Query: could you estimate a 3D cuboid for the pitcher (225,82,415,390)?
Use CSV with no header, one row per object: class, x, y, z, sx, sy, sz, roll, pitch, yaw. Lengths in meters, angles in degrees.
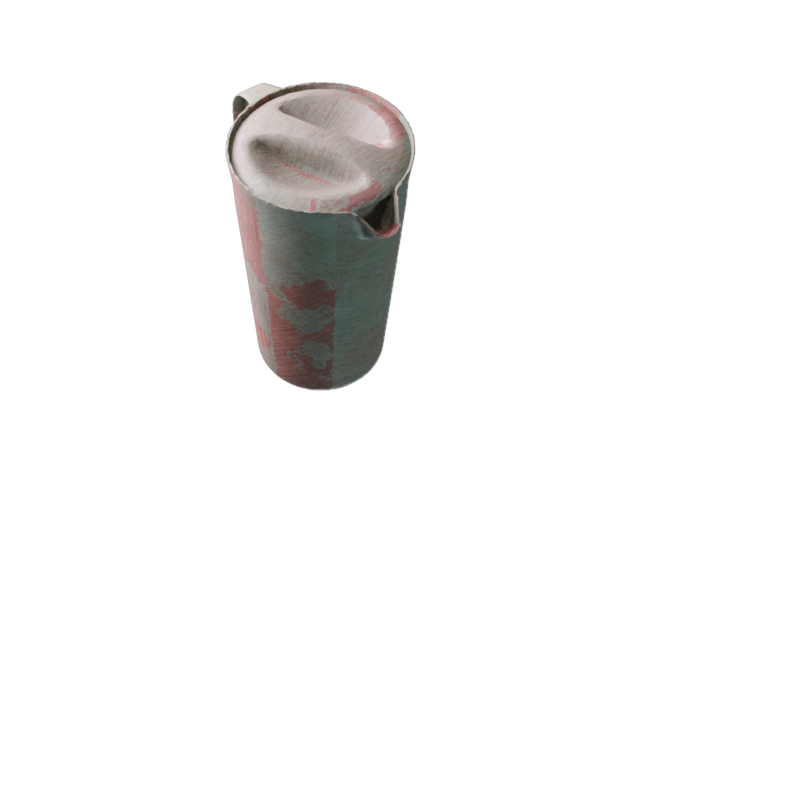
pitcher,-0.068,-0.123,0.865,0.146,0.159,0.227,7,-37,2
